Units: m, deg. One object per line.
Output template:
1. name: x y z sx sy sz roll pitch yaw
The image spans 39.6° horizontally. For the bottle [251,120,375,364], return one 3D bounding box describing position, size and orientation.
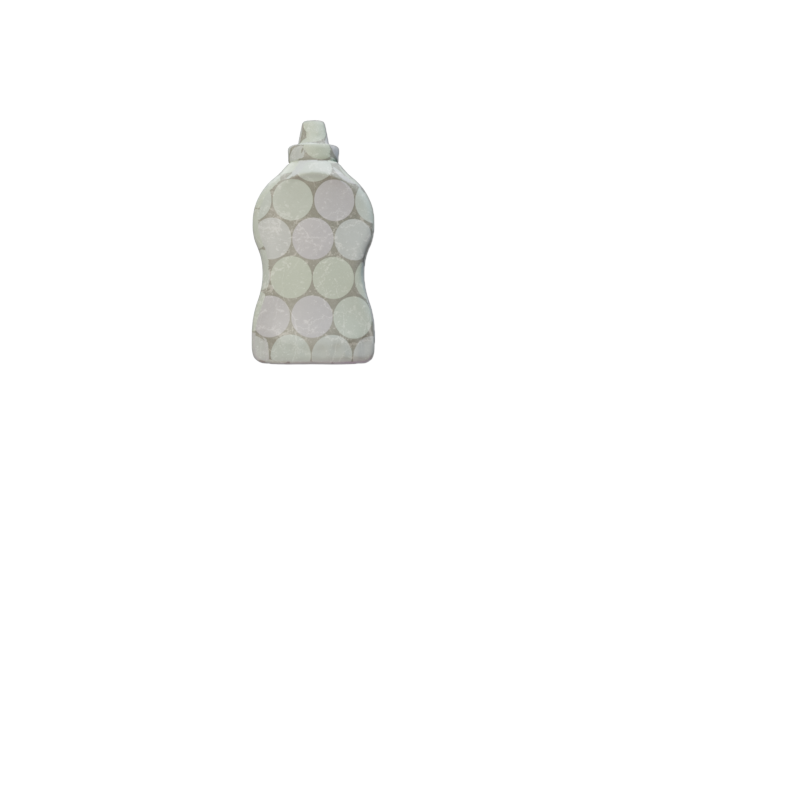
1. bottle: -0.069 -0.125 0.875 0.096 0.194 0.058 0 -4 0
